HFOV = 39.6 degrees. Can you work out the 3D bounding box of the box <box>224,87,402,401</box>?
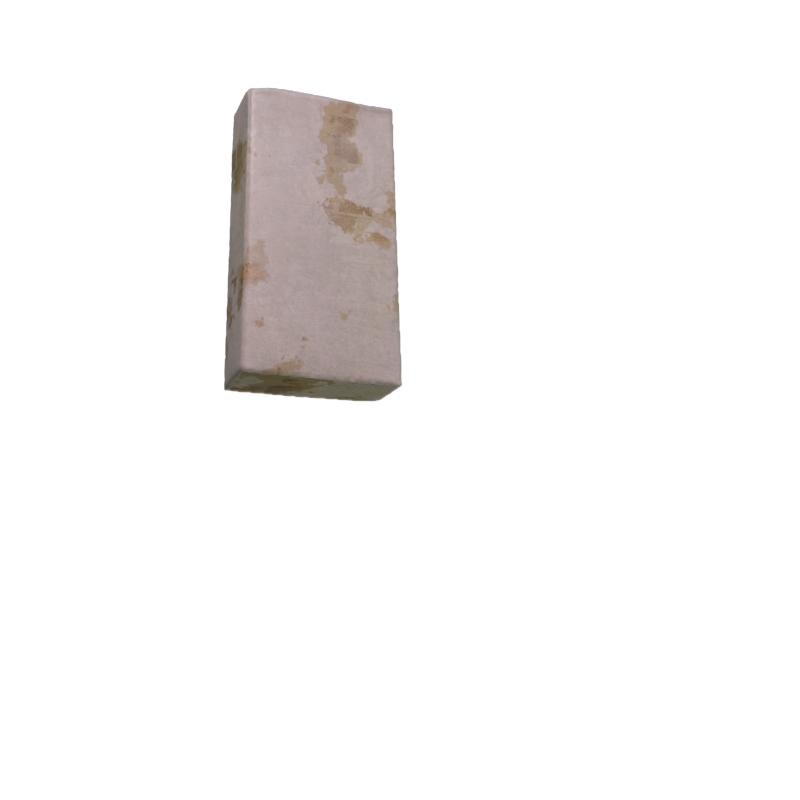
[{"bbox_3d":[-0.050,-0.091,0.636,0.091,0.185,0.047,6,-22,-18],"label":"box"}]
